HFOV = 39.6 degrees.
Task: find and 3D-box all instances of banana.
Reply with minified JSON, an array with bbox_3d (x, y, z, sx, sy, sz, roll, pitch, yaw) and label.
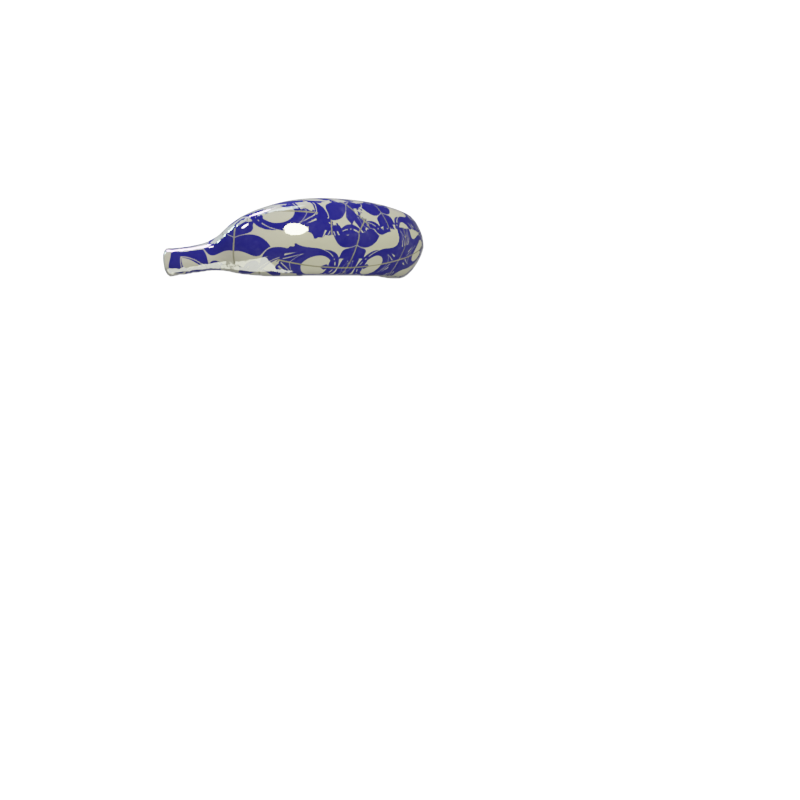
[{"bbox_3d":[-0.030,-0.079,0.548,0.072,0.037,0.191,2,6,30],"label":"banana"}]
